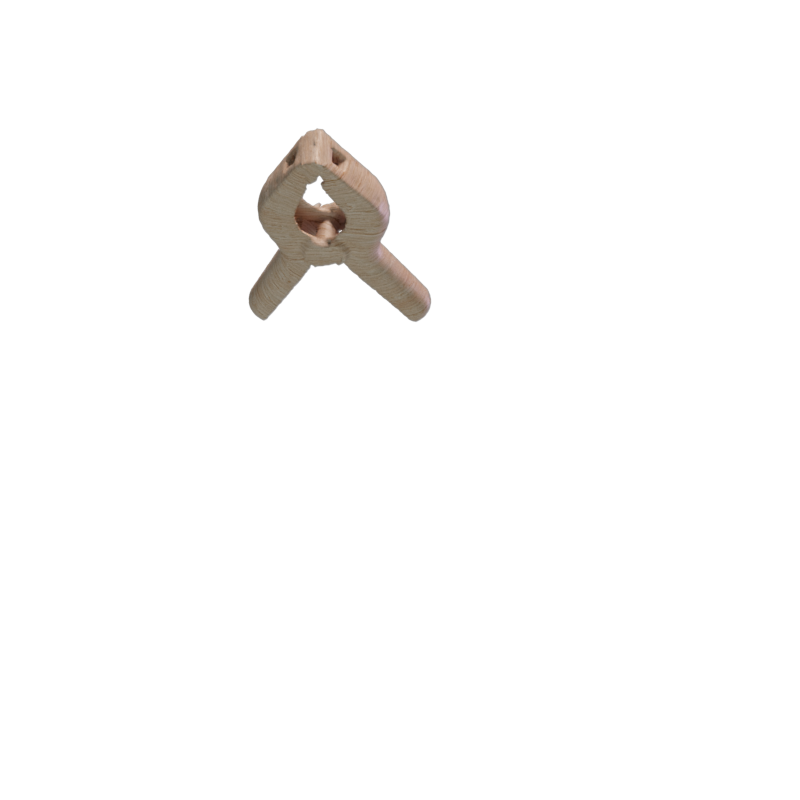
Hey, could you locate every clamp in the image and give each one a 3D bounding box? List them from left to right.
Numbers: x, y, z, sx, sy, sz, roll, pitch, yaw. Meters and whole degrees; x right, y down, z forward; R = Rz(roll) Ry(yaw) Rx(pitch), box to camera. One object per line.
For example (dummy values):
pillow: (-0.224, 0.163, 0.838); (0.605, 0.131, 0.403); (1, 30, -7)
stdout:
clamp: (-0.054, -0.098, 0.688); (0.121, 0.042, 0.158); (-8, -37, 11)
